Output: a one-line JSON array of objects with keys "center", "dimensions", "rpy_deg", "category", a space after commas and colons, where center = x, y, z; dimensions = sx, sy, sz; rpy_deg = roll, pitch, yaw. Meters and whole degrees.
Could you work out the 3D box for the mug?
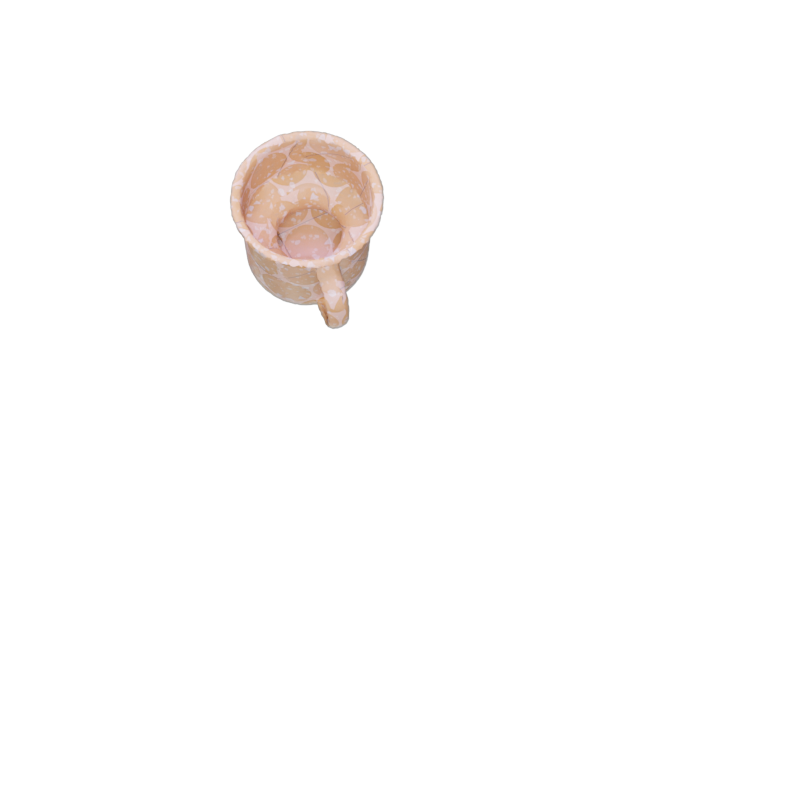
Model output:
[{"center": [-0.055, -0.100, 0.699], "dimensions": [0.093, 0.124, 0.077], "rpy_deg": [-18, -20, -9], "category": "mug"}]
